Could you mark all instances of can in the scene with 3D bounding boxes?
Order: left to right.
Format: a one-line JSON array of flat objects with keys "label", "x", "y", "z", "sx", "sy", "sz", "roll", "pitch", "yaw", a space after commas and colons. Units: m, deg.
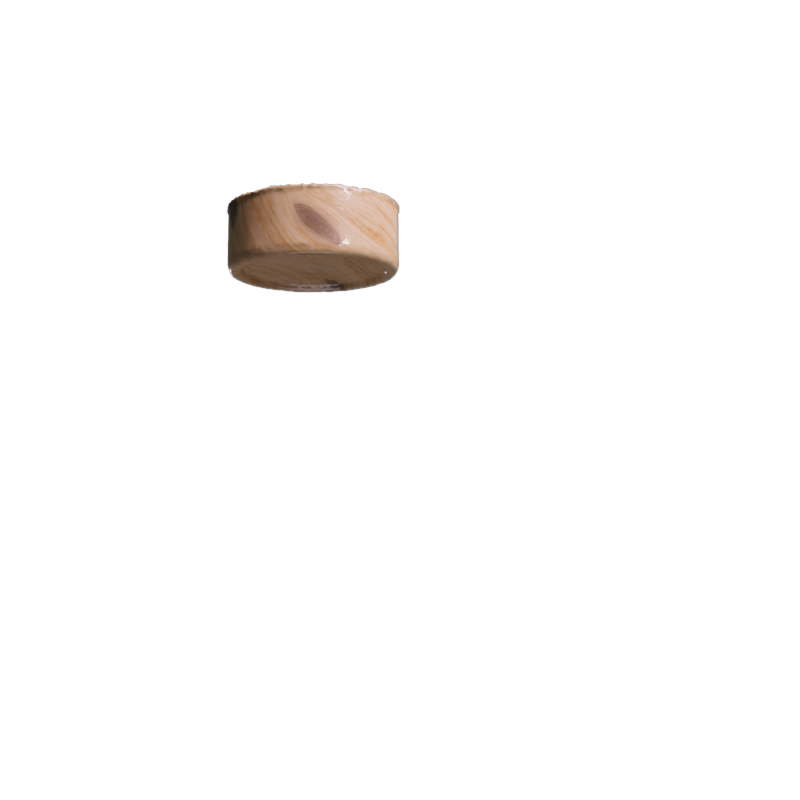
[{"label": "can", "x": -0.043, "y": -0.078, "z": 0.548, "sx": 0.086, "sy": 0.035, "sz": 0.084, "roll": 0, "pitch": -9, "yaw": -2}]
